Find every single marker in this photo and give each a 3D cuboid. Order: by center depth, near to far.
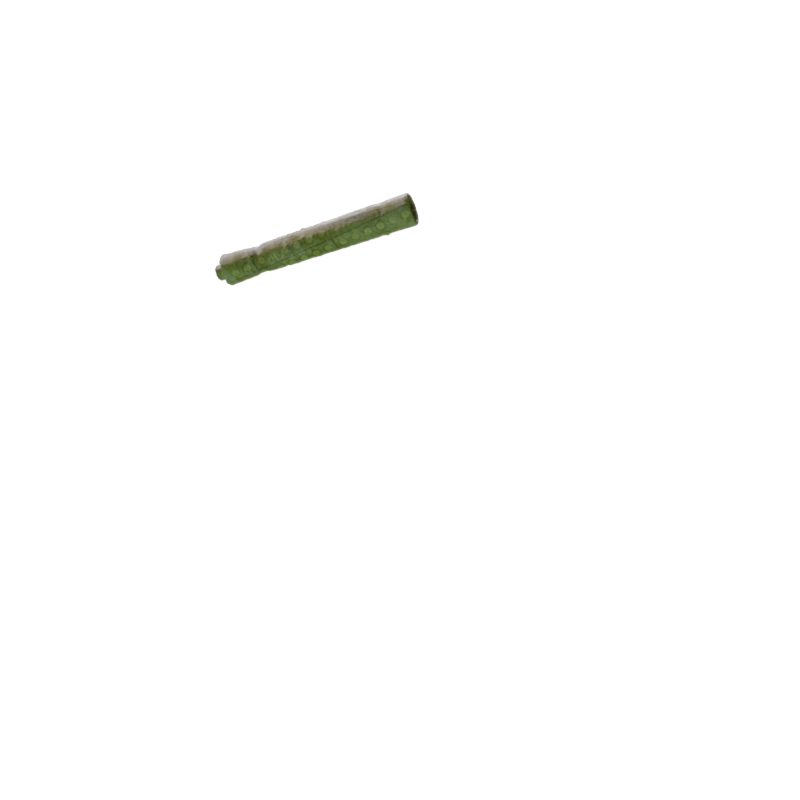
[{"bbox_3d":[-0.049,-0.090,0.627,0.122,0.020,0.019,-16,0,16],"label":"marker"}]
